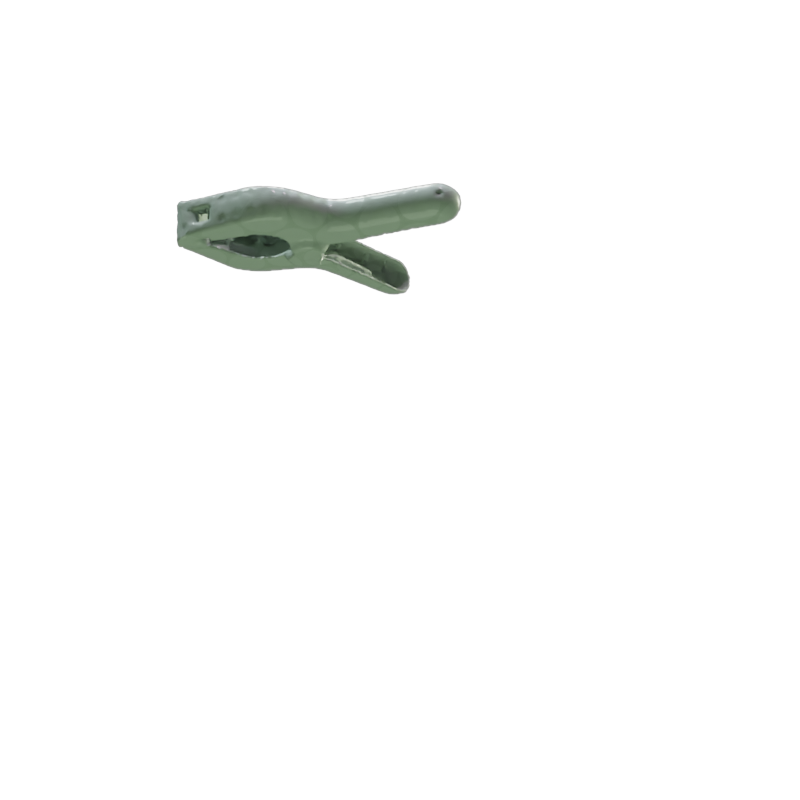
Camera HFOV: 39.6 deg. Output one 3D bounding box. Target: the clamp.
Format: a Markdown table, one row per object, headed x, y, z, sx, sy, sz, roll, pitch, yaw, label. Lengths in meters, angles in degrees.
| x | y | z | sx | sy | sz | roll | pitch | yaw | label |
| --- | --- | --- | --- | --- | --- | --- | --- | --- | --- |
| -0.055 | -0.101 | 0.705 | 0.170 | 0.042 | 0.113 | 2 | -29 | -4 | clamp |
